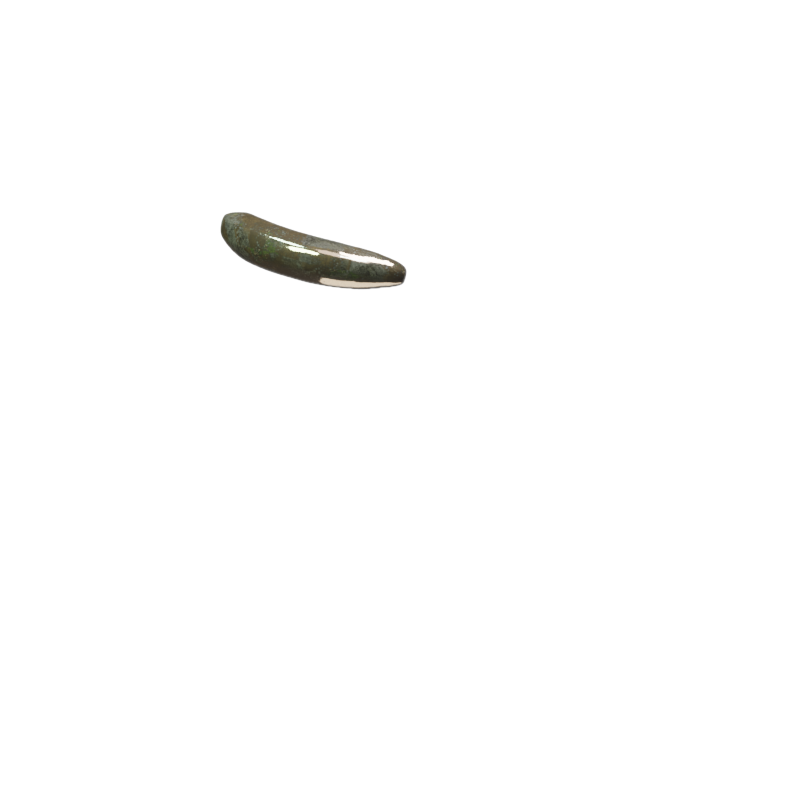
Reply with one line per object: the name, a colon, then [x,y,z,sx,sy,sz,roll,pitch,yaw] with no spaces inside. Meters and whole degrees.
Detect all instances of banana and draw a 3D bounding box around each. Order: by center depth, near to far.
banana: [-0.087,-0.127,0.914,0.069,0.035,0.211,-24,37,-39]
